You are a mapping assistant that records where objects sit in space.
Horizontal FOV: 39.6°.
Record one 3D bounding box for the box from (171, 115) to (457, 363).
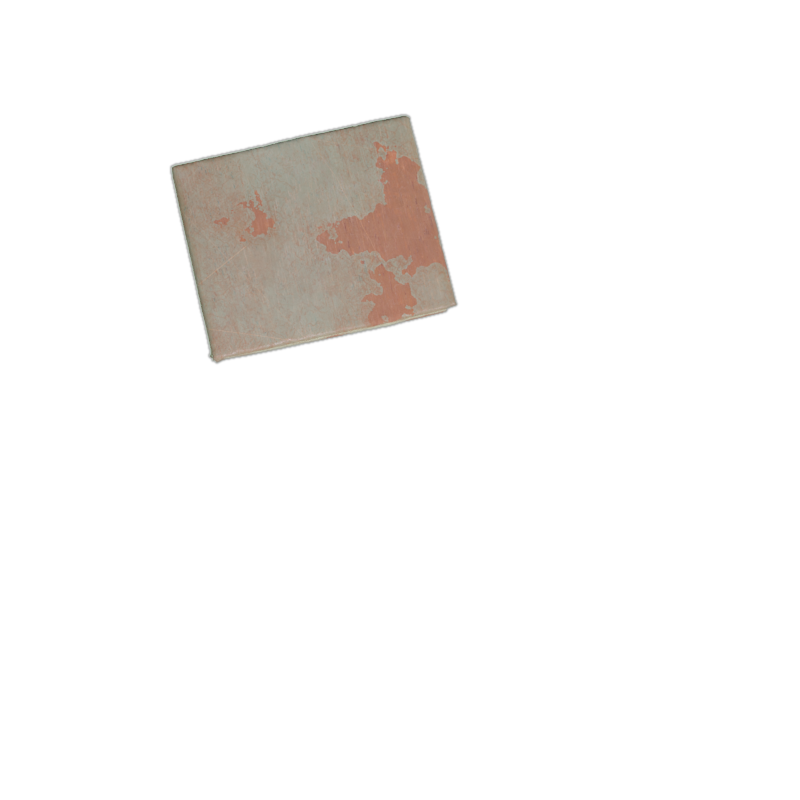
[{"bbox_3d":[-0.040,-0.072,0.504,0.113,0.092,0.038,-13,-9,-3],"label":"box"}]
